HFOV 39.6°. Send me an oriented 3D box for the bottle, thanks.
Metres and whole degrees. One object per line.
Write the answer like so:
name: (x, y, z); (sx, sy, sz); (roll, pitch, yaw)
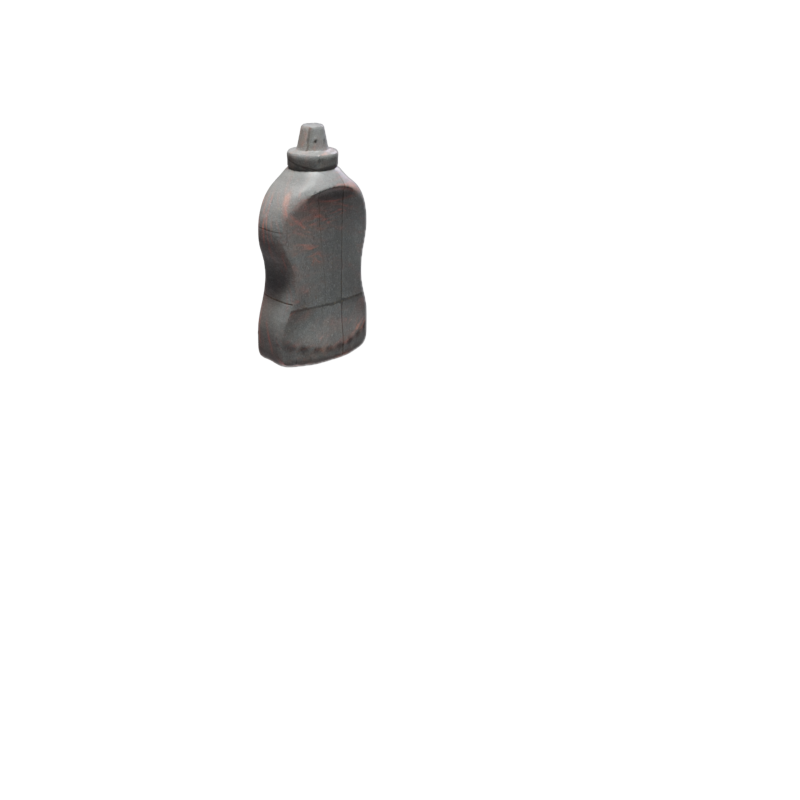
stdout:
bottle: (-0.071, -0.128, 0.898); (0.094, 0.184, 0.062); (-14, 23, -37)
